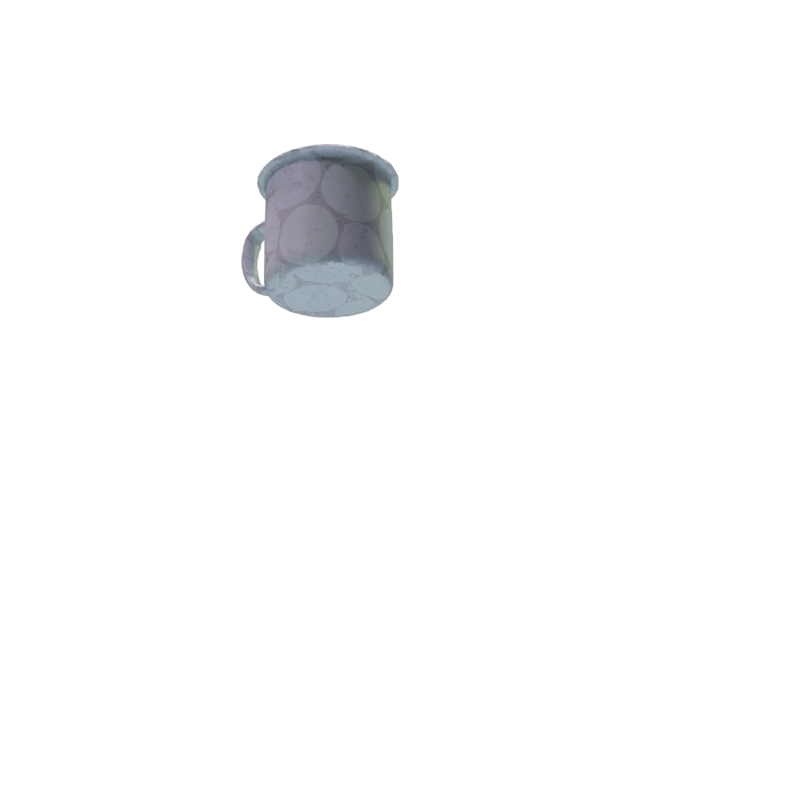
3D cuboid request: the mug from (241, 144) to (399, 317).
[{"bbox_3d":[-0.056,-0.102,0.715,0.119,0.086,0.087,-15,-28,30],"label":"mug"}]
